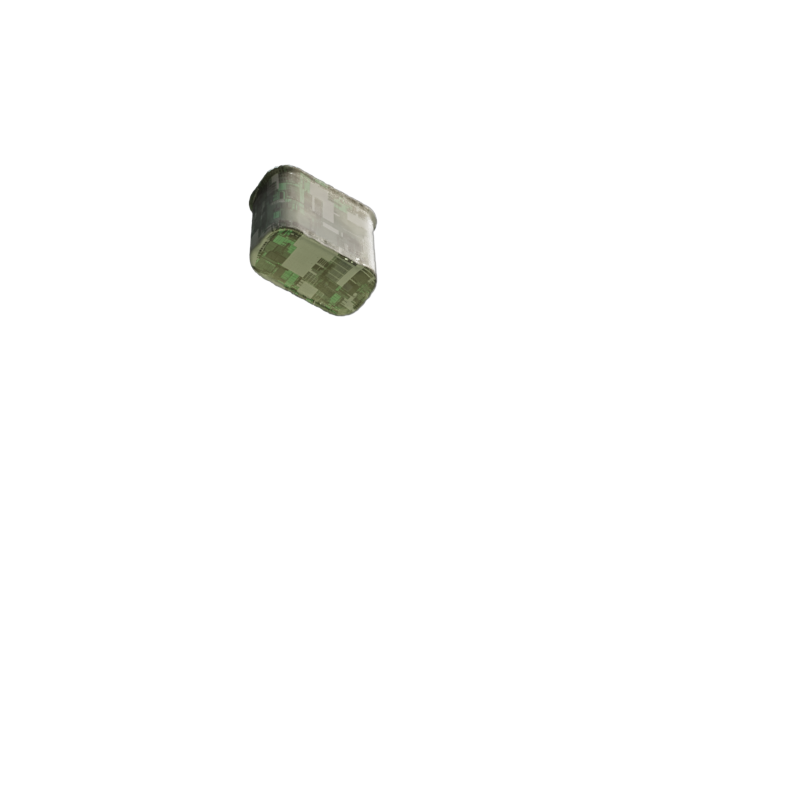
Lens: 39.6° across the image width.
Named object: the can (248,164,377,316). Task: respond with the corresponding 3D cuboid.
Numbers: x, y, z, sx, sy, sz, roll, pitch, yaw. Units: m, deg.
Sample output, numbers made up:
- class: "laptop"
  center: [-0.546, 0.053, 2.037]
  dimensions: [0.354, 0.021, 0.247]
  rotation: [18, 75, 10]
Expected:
- class: "can"
  center: [-0.067, -0.121, 0.849]
  dimensions: [0.098, 0.056, 0.090]
  rotation: [26, 33, -21]
